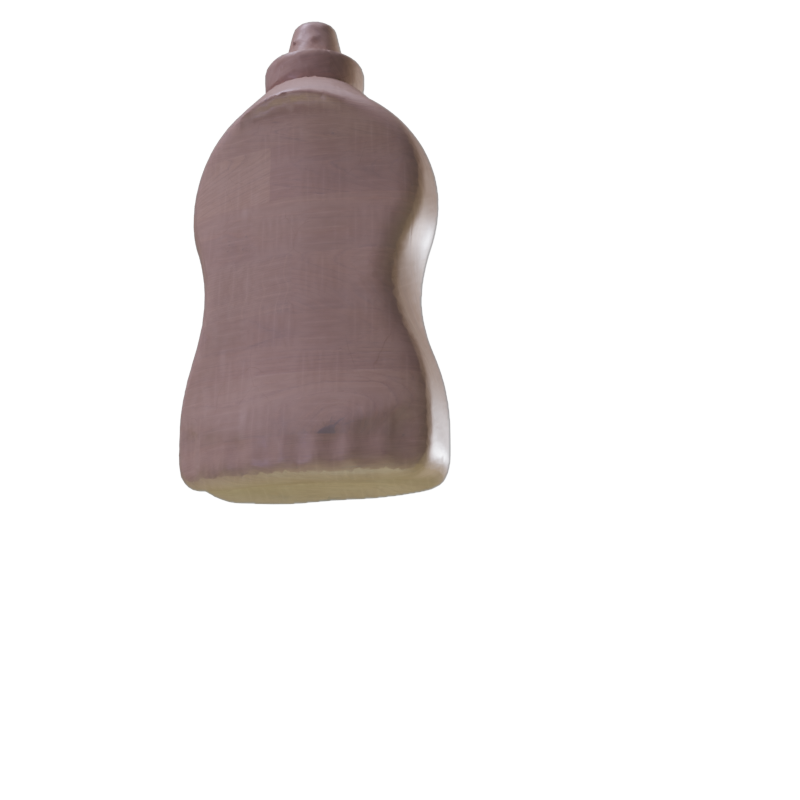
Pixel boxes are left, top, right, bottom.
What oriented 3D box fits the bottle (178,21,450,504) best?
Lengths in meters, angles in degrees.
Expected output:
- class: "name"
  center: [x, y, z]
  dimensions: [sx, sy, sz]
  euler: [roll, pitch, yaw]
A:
- class: "bottle"
  center: [-0.033, -0.061, 0.428]
  dimensions: [0.098, 0.201, 0.055]
  euler: [-9, -22, 20]
